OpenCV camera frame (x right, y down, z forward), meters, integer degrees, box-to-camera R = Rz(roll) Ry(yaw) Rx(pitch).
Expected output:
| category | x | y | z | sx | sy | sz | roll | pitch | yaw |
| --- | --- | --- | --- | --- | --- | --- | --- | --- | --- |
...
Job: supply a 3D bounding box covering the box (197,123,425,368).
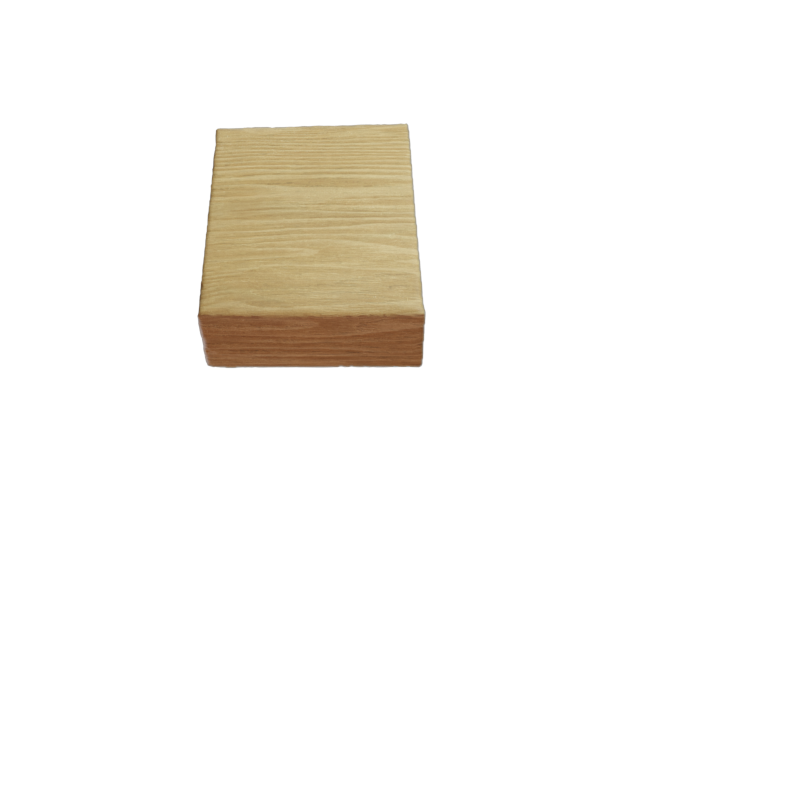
| category | x | y | z | sx | sy | sz | roll | pitch | yaw |
| --- | --- | --- | --- | --- | --- | --- | --- | --- | --- |
| box | -0.069 | -0.125 | 0.877 | 0.164 | 0.230 | 0.067 | -2 | -42 | -1 |
